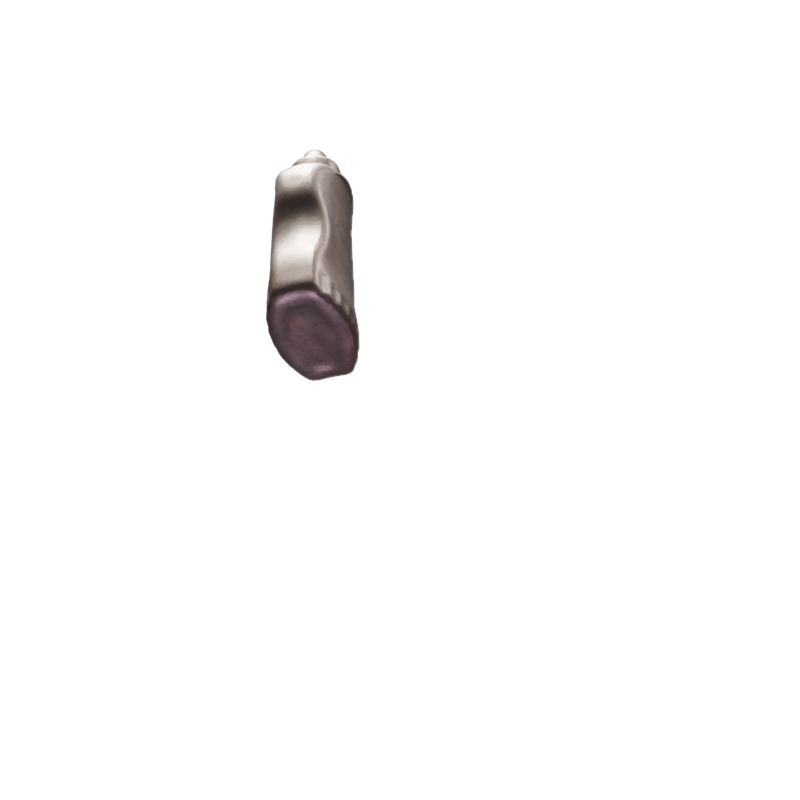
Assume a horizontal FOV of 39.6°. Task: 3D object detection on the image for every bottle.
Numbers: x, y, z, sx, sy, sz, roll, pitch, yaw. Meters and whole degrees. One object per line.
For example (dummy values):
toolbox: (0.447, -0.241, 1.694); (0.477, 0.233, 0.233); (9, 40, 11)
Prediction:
bottle: (-0.063, -0.115, 0.808); (0.059, 0.206, 0.088); (-14, -43, 11)
